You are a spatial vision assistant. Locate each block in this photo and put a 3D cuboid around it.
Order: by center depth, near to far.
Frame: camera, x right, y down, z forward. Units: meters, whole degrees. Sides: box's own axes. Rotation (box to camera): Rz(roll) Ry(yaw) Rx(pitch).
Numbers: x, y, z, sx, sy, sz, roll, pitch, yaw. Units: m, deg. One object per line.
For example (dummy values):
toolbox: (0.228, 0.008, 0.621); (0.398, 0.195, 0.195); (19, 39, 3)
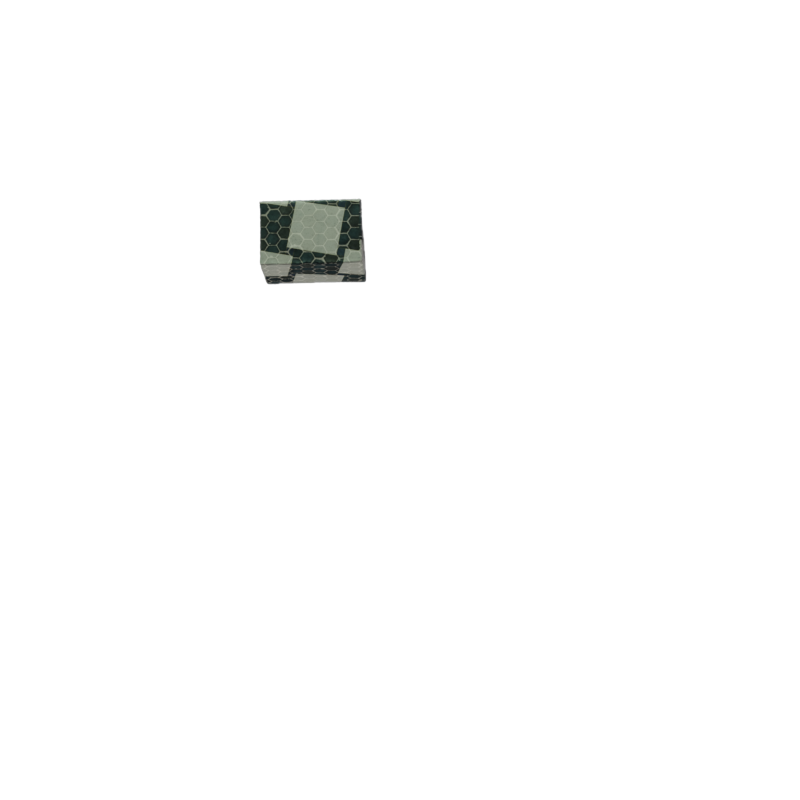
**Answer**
block: (-0.065, -0.119, 0.834); (0.078, 0.053, 0.051); (-1, -14, 2)
